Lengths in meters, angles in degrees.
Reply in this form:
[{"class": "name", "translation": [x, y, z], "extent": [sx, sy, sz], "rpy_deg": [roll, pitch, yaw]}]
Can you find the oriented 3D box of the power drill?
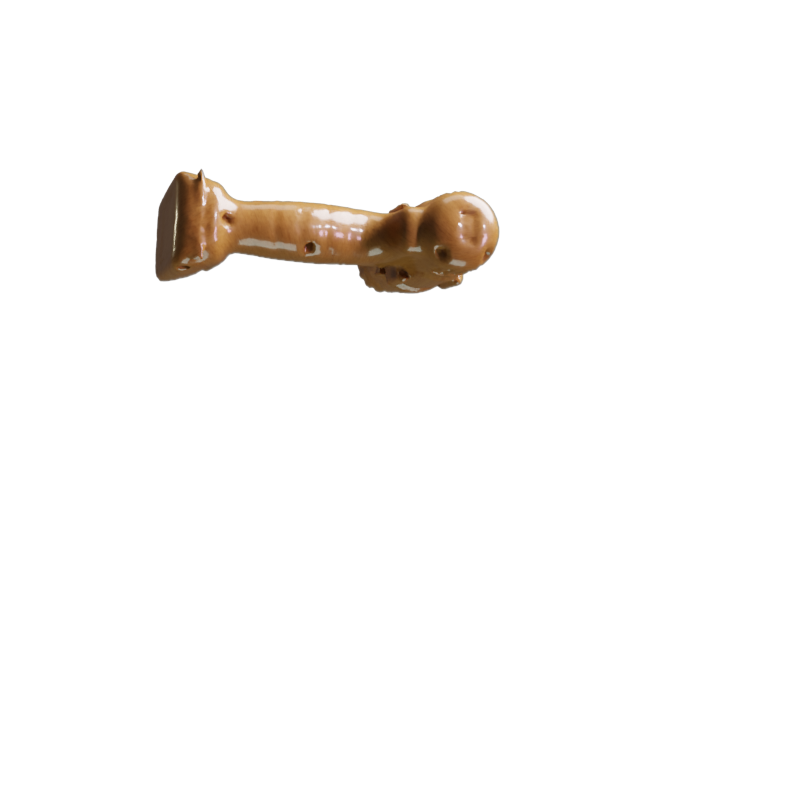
[{"class": "power drill", "translation": [-0.053, -0.097, 0.682], "extent": [0.184, 0.058, 0.185], "rpy_deg": [1, -3, -15]}]
